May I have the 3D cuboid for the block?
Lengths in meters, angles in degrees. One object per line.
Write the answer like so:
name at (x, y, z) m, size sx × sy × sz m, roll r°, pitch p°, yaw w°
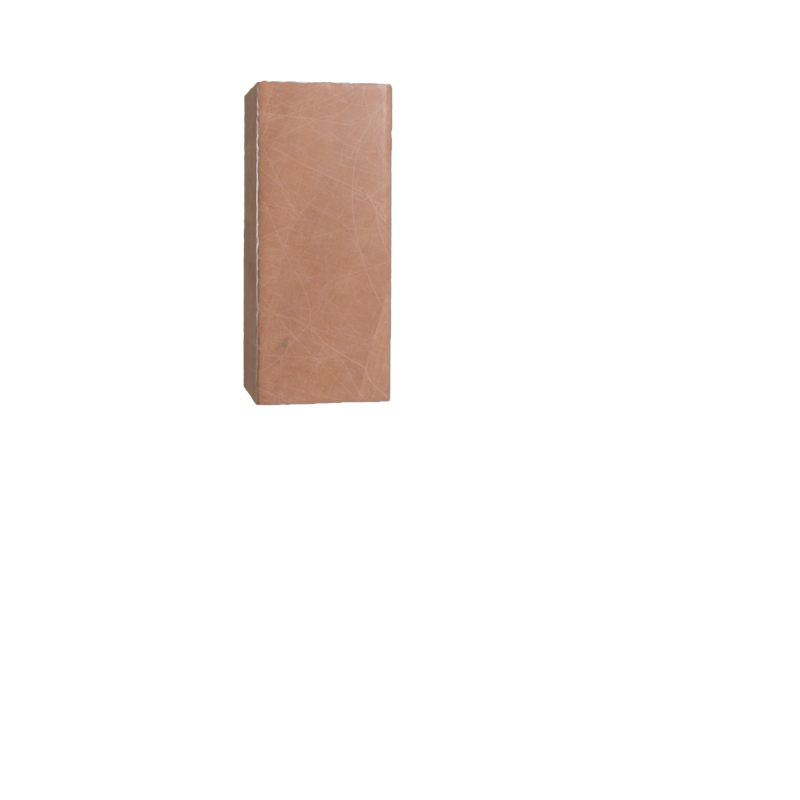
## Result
block at (-0.058, -0.107, 0.749) m, size 0.089 × 0.205 × 0.092 m, roll 0°, pitch 2°, yaw -12°
